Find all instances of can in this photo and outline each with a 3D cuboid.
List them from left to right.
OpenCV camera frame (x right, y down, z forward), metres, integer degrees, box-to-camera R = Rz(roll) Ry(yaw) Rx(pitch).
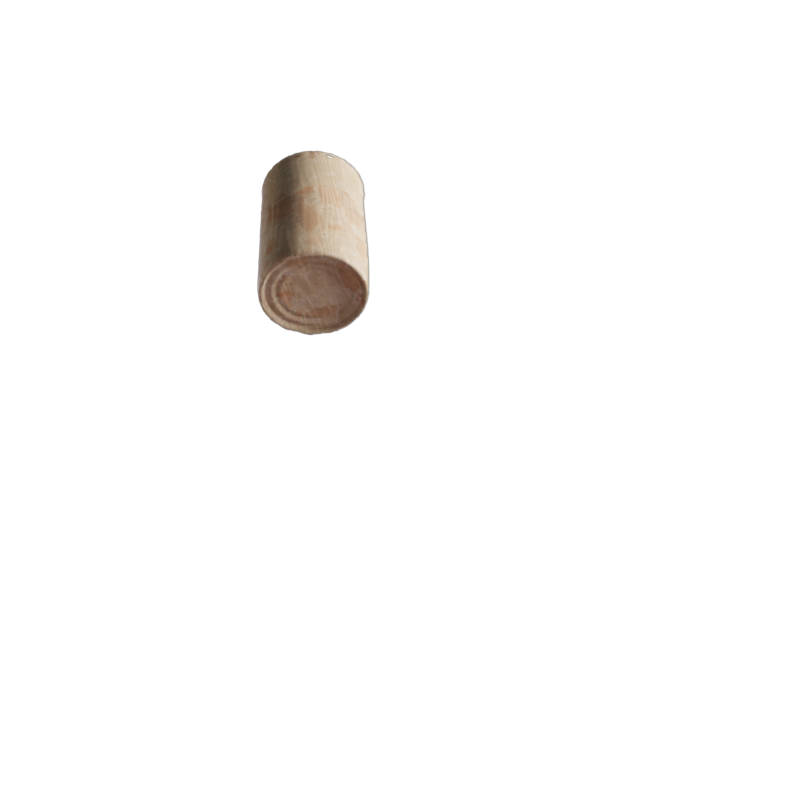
[{"bbox_3d":[-0.054,-0.098,0.688,0.068,0.064,0.110,-1,43,-3],"label":"can"}]
